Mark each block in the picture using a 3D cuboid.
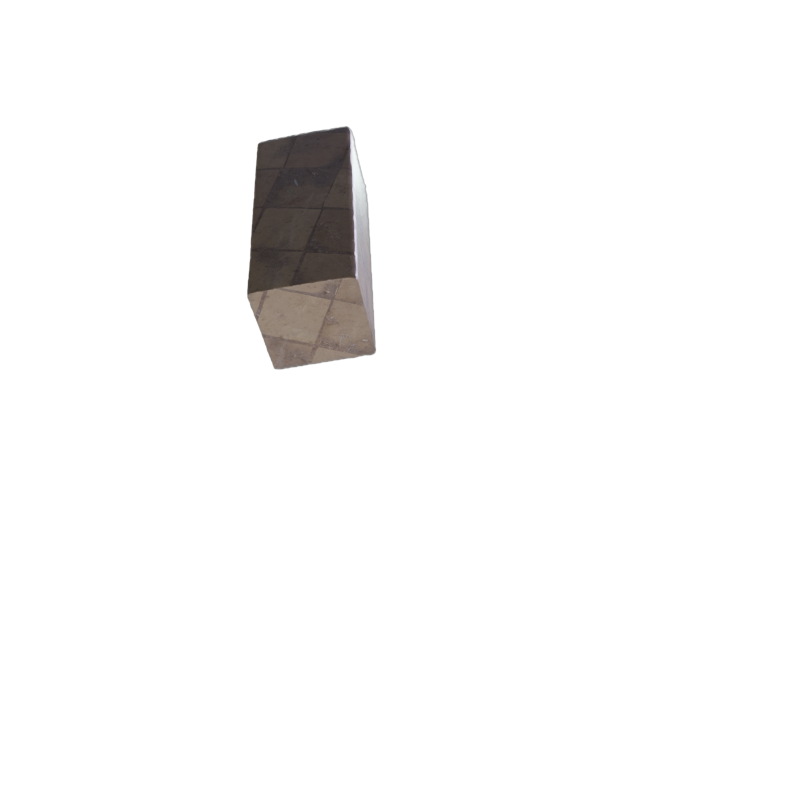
[{"bbox_3d":[-0.075,-0.138,0.965,0.091,0.221,0.084,-10,-46,6],"label":"block"}]
